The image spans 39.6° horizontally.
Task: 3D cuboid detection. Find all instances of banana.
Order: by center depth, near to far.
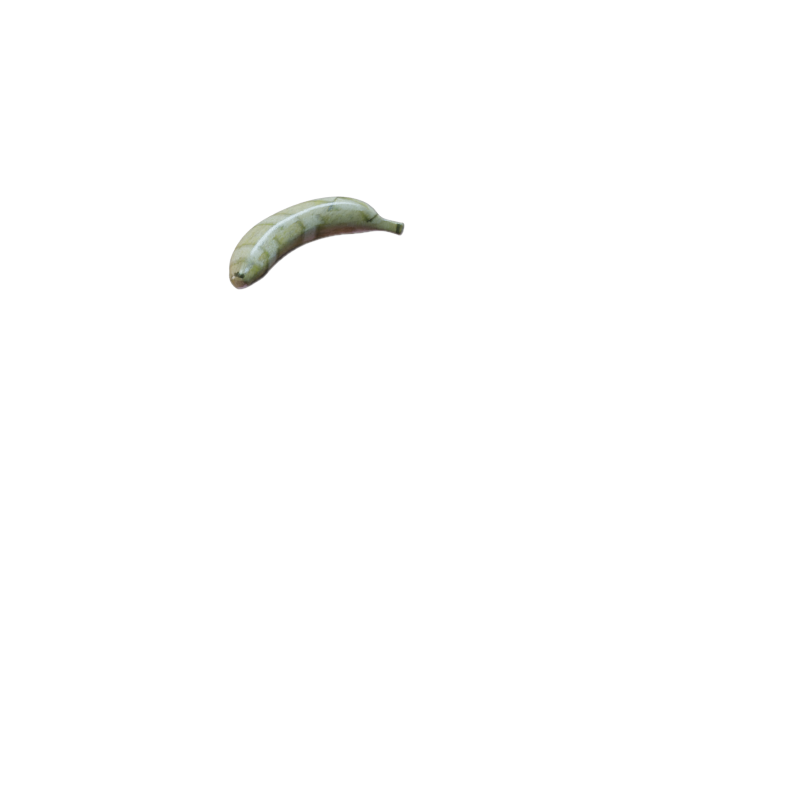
[{"bbox_3d":[-0.086,-0.146,0.975,0.074,0.035,0.196,26,39,38],"label":"banana"}]
